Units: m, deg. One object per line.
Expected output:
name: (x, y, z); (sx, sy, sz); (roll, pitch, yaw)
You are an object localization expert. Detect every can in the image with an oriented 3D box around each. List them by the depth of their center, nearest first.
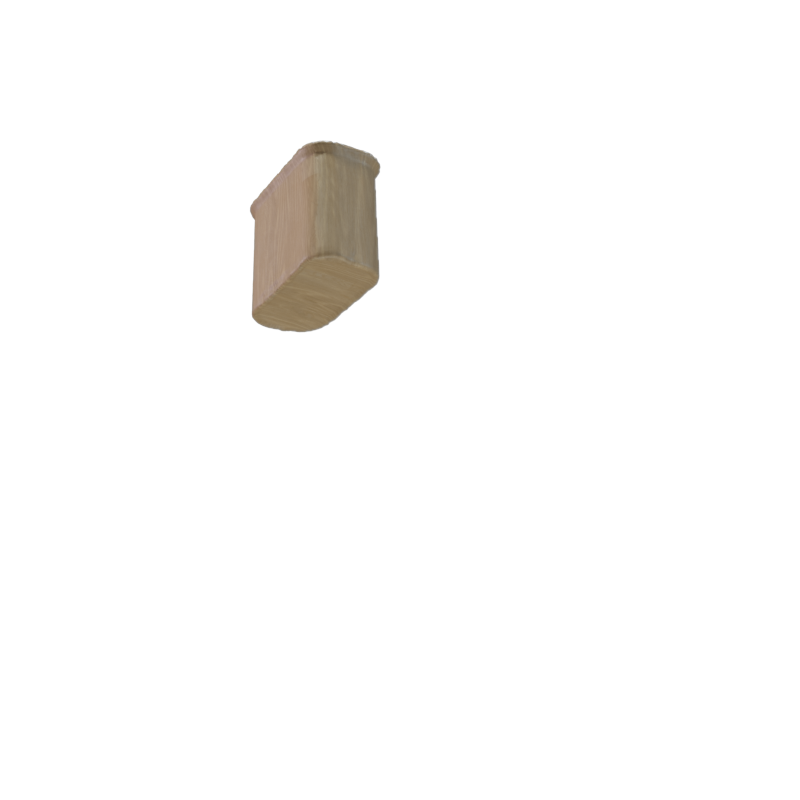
can: (-0.055, -0.100, 0.703); (0.055, 0.089, 0.100); (16, -32, -28)
